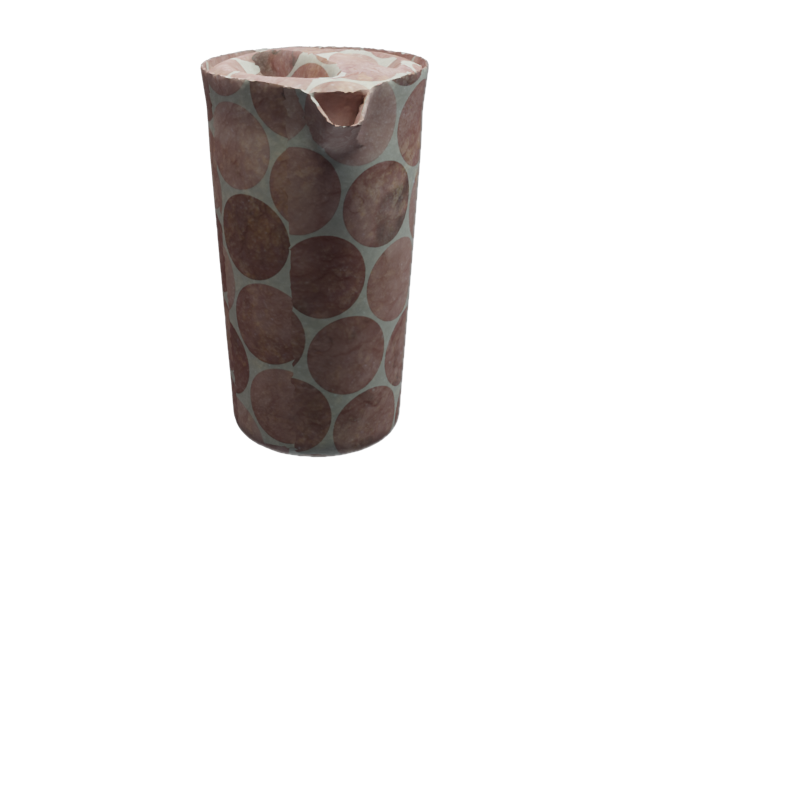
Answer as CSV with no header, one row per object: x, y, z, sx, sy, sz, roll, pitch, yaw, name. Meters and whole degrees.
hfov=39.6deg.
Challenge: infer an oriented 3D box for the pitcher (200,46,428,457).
-0.054,-0.099,0.695,0.152,0.232,0.149,13,24,27,pitcher
